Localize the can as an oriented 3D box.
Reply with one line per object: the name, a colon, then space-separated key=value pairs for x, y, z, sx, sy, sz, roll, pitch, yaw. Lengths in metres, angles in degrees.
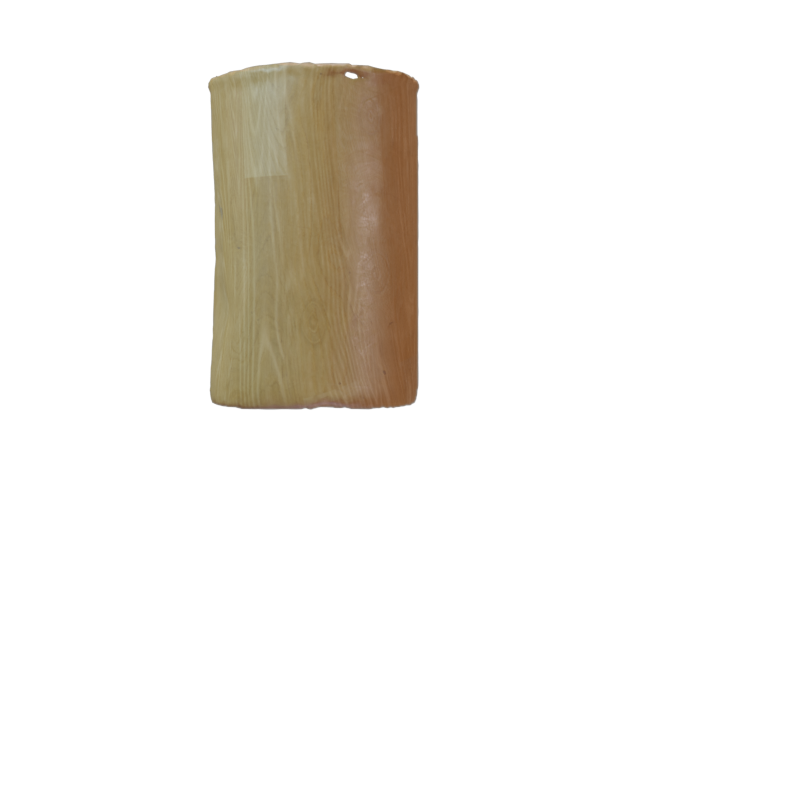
can: x=-0.028 y=-0.051 z=0.354 sx=0.068 sy=0.103 sz=0.068 roll=0 pitch=-1 yaw=-2
